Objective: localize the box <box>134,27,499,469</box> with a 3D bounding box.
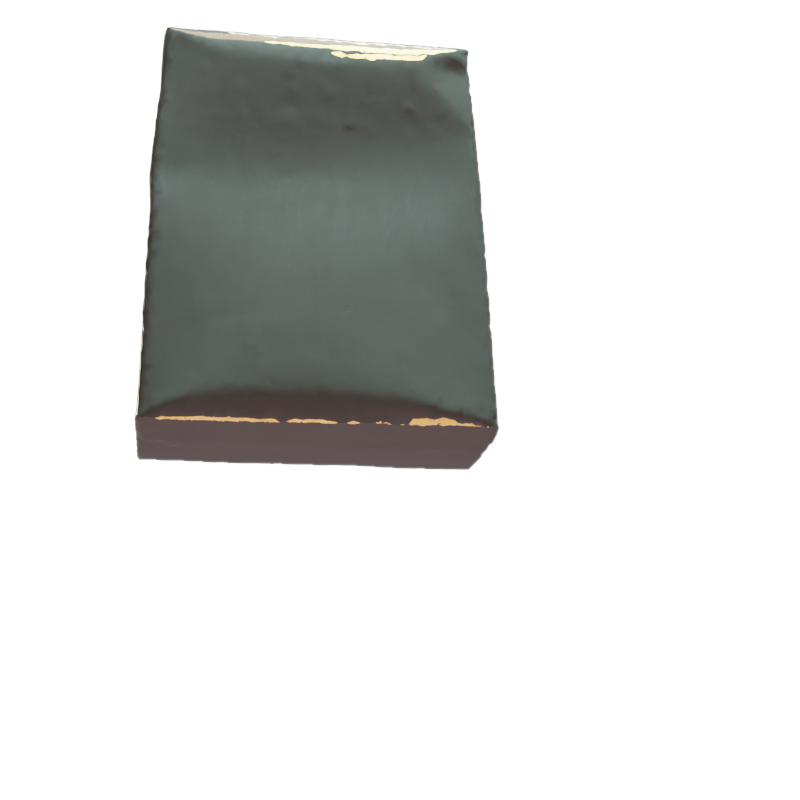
[{"bbox_3d":[-0.043,-0.079,0.553,0.162,0.226,0.069,2,-25,-8],"label":"box"}]
